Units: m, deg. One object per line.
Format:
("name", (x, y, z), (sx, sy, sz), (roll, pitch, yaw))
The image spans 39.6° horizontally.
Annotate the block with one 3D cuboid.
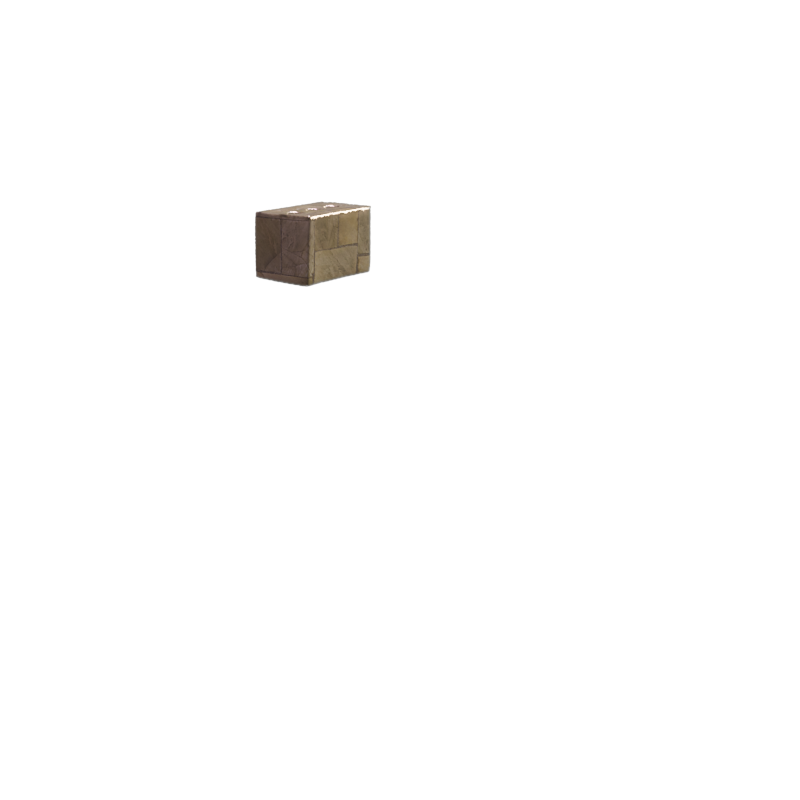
("block", (-0.065, -0.119, 0.832), (0.055, 0.050, 0.077), (10, 18, 35))
